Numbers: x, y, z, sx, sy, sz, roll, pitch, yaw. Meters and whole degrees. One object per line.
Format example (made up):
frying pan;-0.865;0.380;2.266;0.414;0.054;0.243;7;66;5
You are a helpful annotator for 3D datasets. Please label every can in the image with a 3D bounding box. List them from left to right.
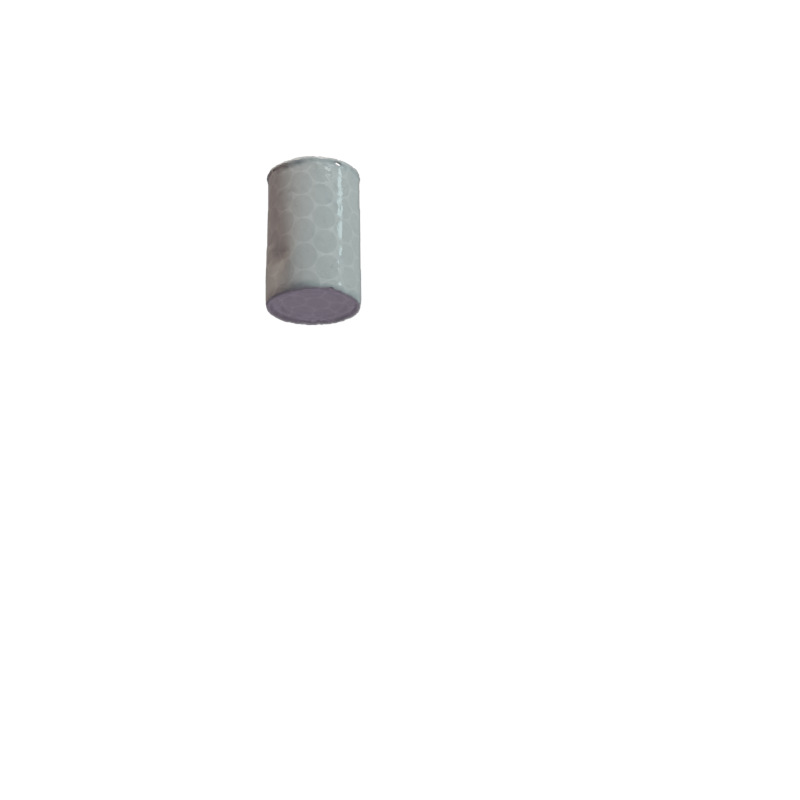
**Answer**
can;-0.061;-0.112;0.784;0.068;0.108;0.065;0;-23;-2
